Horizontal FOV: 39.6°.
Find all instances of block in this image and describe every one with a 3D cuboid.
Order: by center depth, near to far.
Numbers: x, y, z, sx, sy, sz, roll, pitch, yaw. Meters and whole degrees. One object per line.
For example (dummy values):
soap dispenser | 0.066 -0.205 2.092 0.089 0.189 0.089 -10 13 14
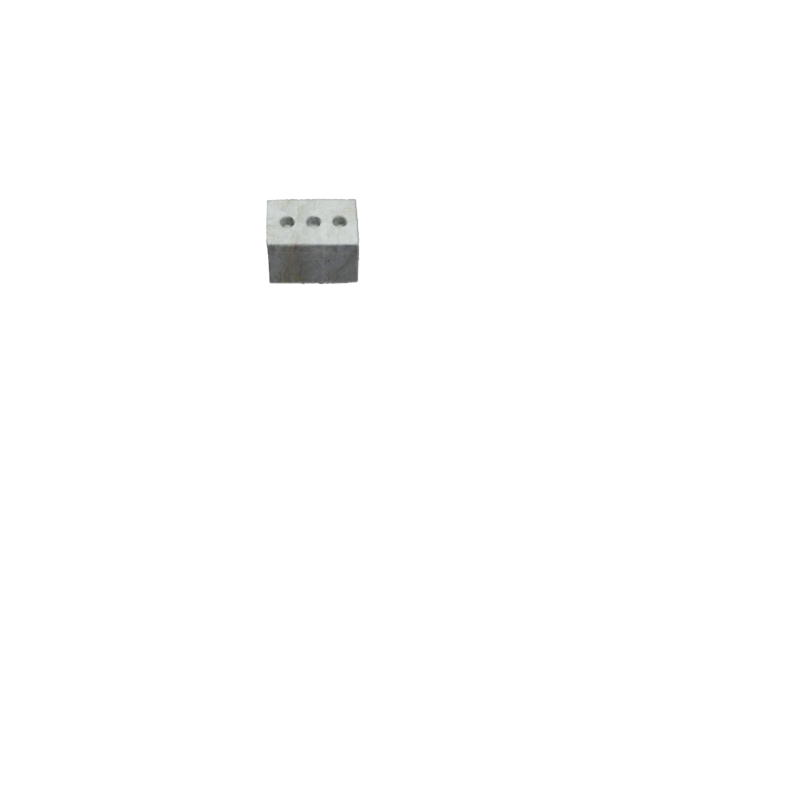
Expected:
block | -0.073 -0.133 0.935 0.078 0.057 0.048 -1 -39 -2
